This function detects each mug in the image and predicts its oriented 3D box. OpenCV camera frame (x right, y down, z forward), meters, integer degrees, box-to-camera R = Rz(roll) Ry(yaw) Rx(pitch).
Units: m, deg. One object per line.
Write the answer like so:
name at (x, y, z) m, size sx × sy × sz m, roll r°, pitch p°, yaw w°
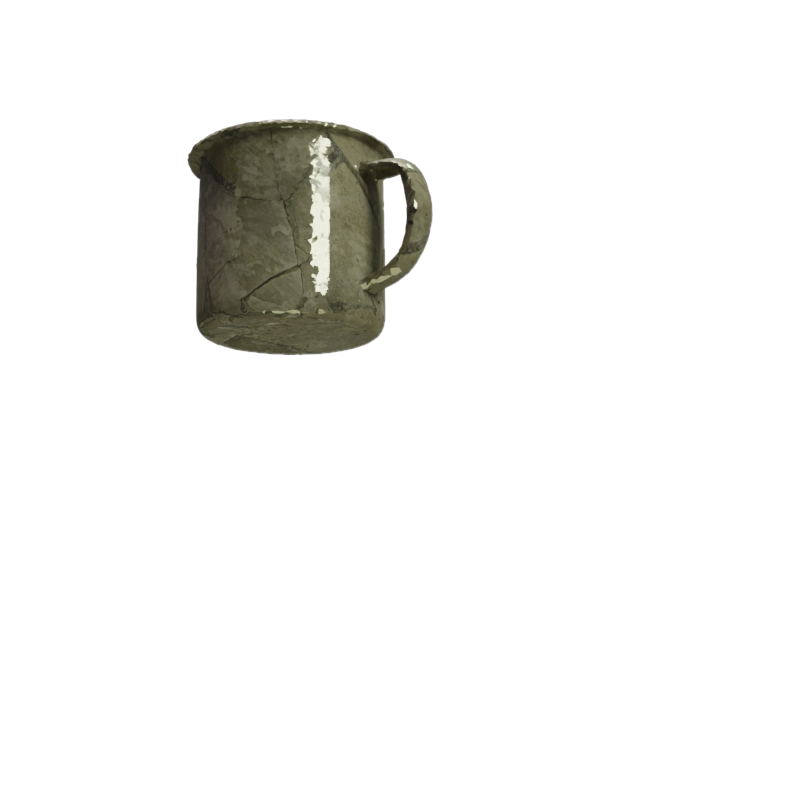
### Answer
mug at (-0.038, -0.068, 0.480) m, size 0.120 × 0.085 × 0.088 m, roll -9°, pitch -16°, yaw 32°
